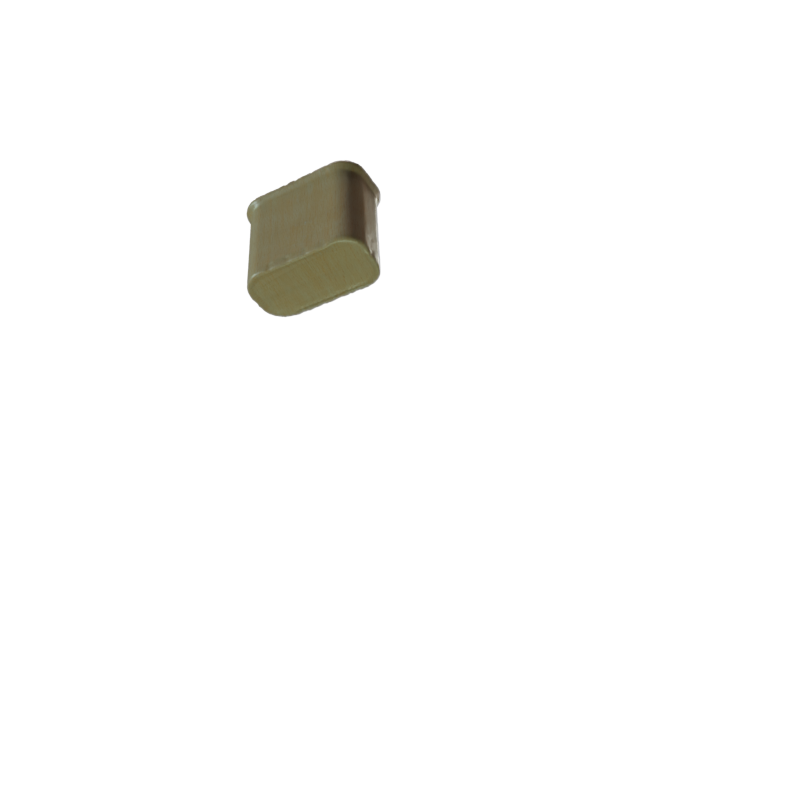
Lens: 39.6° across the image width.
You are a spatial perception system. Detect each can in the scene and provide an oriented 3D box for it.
[{"bbox_3d":[-0.064,-0.117,0.818,0.102,0.090,0.053,-21,-46,20],"label":"can"}]
